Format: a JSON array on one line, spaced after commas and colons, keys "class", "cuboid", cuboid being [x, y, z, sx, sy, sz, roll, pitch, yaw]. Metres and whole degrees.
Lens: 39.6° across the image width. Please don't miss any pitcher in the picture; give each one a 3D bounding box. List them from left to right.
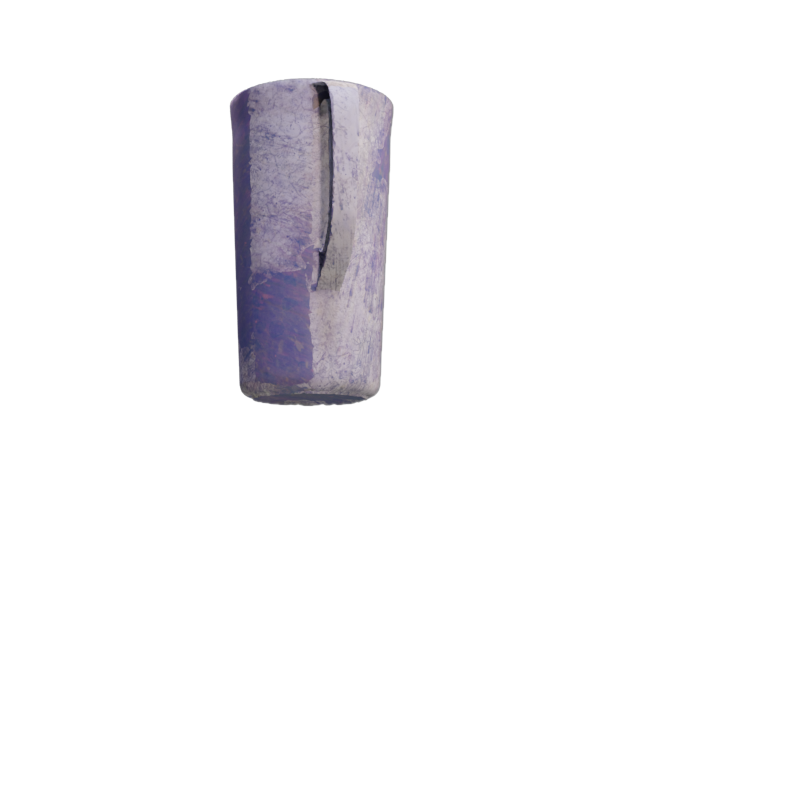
[{"class": "pitcher", "cuboid": [-0.068, -0.123, 0.862, 0.148, 0.251, 0.141, -7, -13, 27]}]
